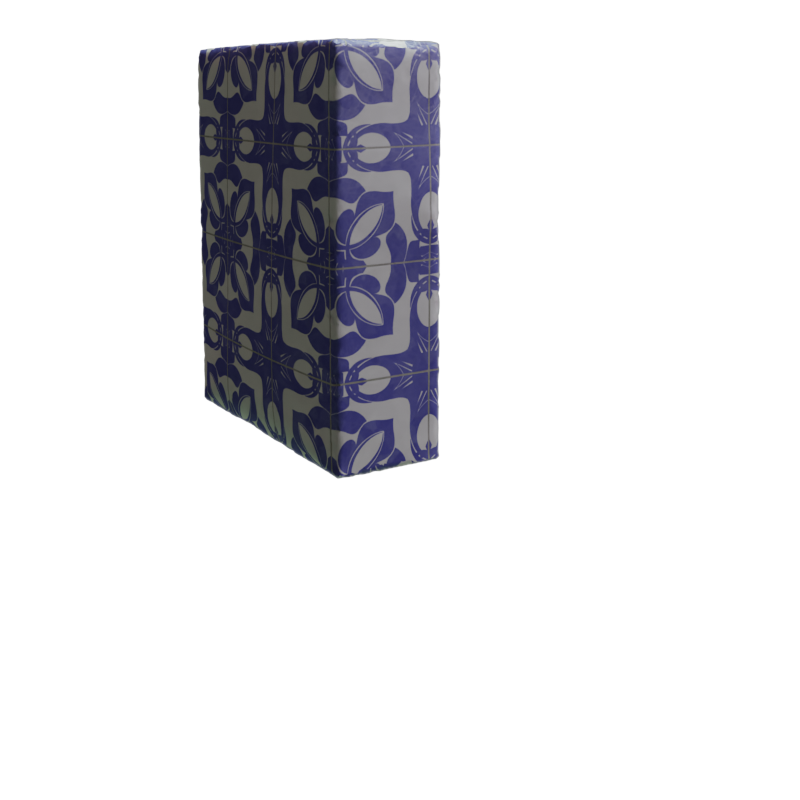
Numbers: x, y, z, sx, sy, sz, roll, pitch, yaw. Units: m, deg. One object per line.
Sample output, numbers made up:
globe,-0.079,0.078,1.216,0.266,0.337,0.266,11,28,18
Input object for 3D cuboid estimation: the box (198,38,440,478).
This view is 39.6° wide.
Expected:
box,-0.048,-0.087,0.609,0.070,0.209,0.173,-5,12,-31
